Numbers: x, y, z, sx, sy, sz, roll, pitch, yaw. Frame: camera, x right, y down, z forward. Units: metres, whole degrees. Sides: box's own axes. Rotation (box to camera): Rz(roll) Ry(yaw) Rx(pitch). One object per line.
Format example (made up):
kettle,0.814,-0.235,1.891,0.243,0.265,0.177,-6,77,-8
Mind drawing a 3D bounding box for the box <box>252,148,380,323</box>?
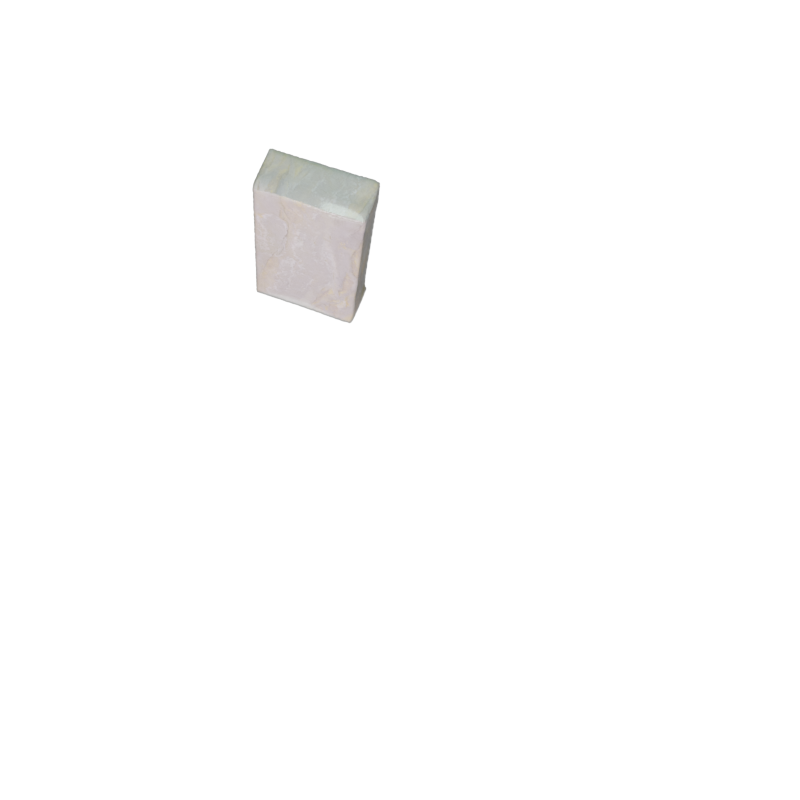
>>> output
box,-0.072,-0.130,0.910,0.095,0.050,0.167,19,-21,4
